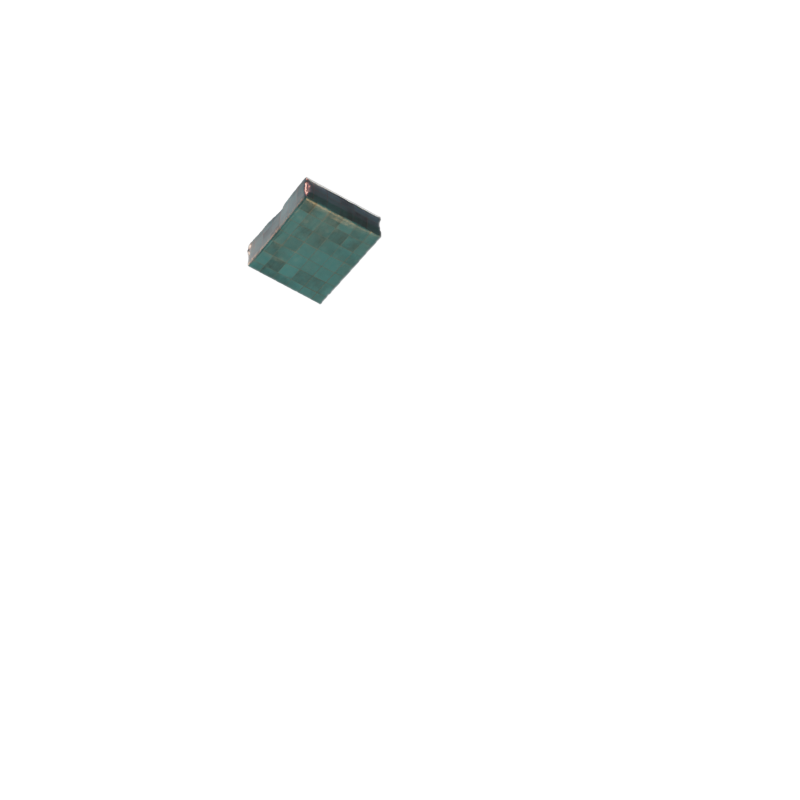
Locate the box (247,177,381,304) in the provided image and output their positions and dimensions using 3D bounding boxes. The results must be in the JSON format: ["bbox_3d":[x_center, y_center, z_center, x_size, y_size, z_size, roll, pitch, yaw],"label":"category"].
[{"bbox_3d":[-0.070,-0.127,0.892,0.070,0.032,0.087,28,-53,-24],"label":"box"}]
